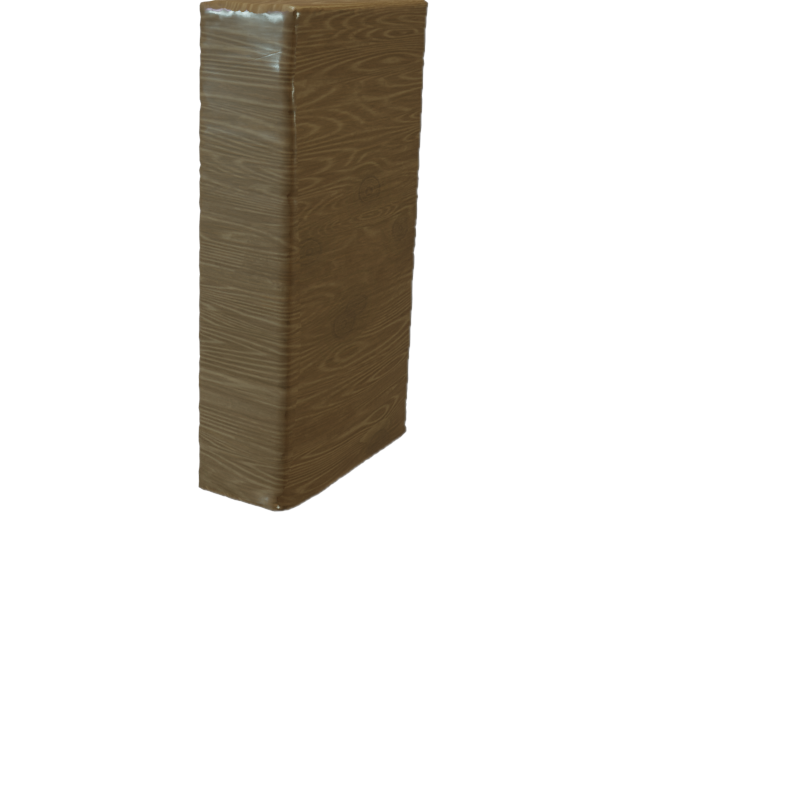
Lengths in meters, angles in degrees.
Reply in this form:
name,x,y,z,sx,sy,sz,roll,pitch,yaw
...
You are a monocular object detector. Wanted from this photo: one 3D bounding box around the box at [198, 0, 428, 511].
name,x,y,z,sx,sy,sz,roll,pitch,yaw
box,-0.032,-0.058,0.409,0.050,0.171,0.092,9,17,29
